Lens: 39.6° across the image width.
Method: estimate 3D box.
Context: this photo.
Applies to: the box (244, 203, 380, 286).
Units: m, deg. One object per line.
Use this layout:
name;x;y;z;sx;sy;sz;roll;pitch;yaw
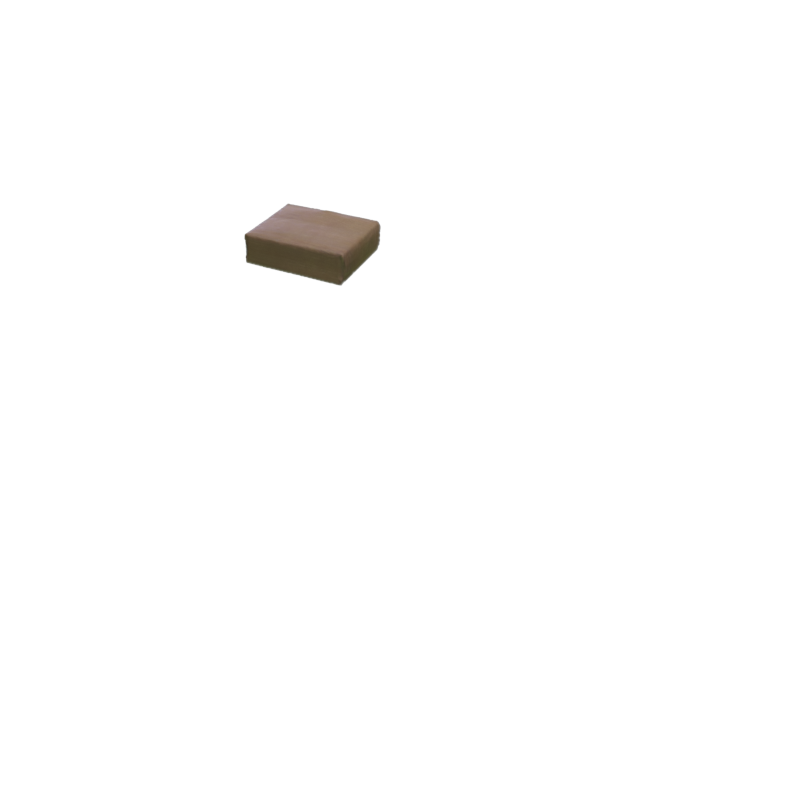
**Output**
box;-0.071;-0.129;0.903;0.093;0.028;0.075;14;33;22
